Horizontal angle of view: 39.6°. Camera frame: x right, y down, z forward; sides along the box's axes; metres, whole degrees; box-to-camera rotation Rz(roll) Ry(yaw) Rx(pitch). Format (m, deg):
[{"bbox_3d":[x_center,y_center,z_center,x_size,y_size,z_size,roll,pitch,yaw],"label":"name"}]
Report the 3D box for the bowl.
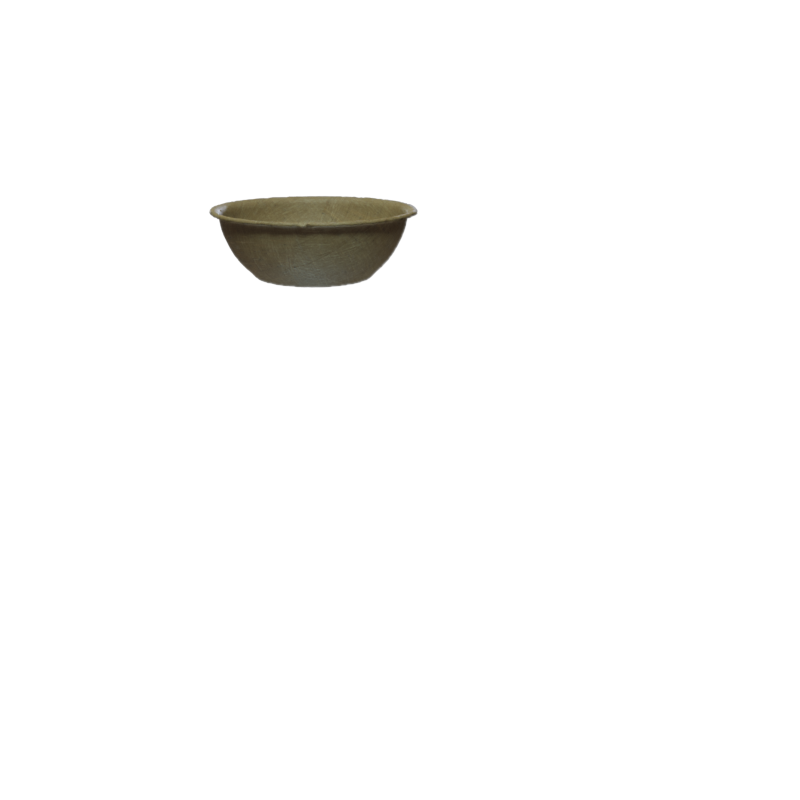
[{"bbox_3d":[-0.068,-0.124,0.866,0.162,0.053,0.168,-1,17,-2],"label":"bowl"}]
